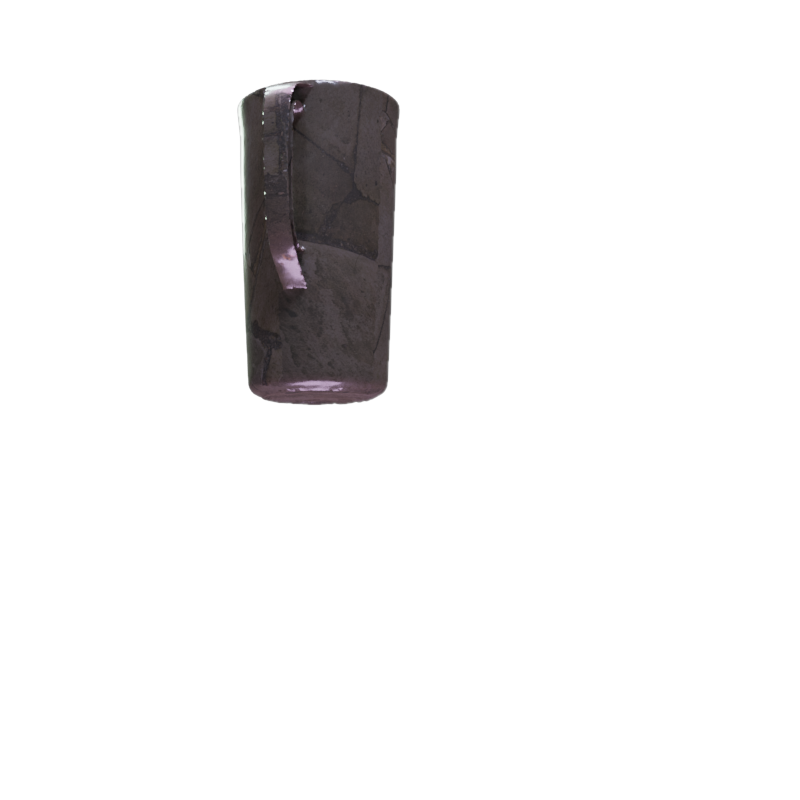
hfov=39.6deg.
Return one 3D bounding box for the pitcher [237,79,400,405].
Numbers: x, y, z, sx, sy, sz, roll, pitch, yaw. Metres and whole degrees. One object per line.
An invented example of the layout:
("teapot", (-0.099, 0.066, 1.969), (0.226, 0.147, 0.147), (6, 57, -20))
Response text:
("pitcher", (-0.068, -0.125, 0.873), (0.143, 0.251, 0.146), (7, -15, -30))
